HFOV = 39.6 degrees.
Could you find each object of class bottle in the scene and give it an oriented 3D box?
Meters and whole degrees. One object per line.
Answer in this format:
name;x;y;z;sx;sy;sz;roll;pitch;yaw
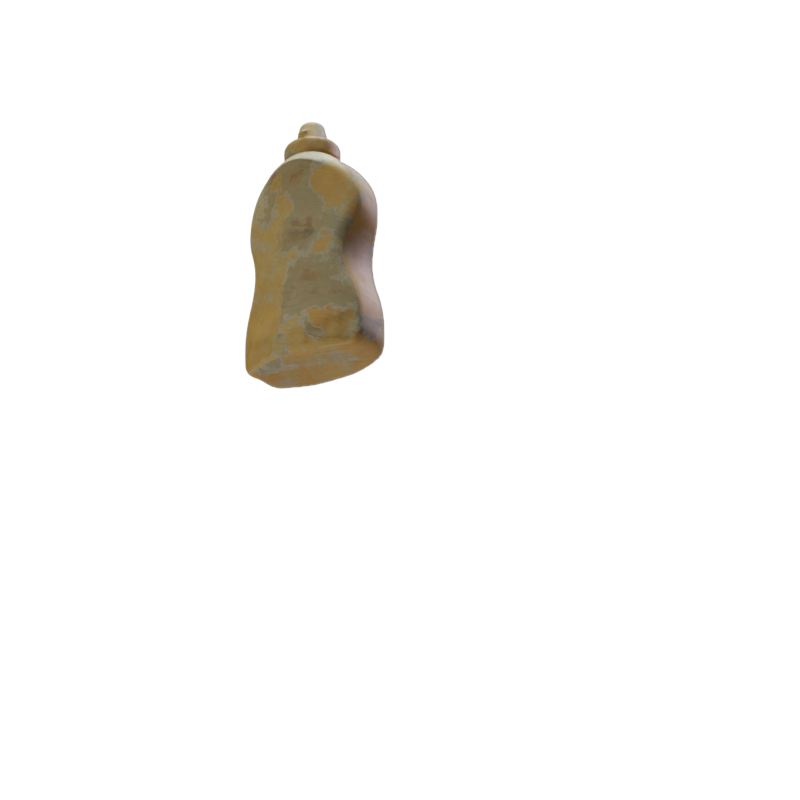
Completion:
bottle;-0.060;-0.110;0.769;0.097;0.204;0.054;-20;-33;31
